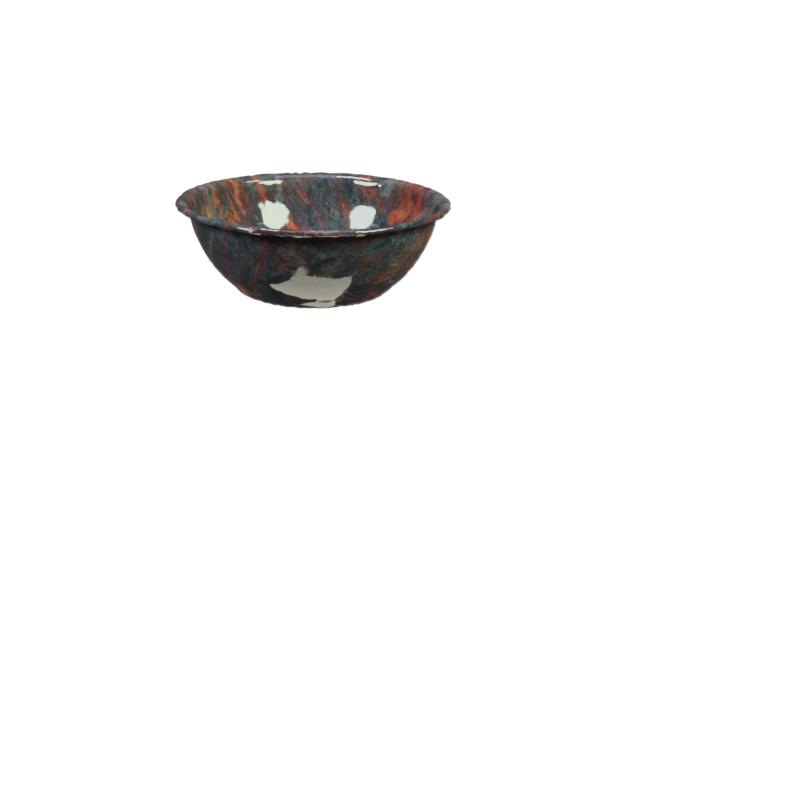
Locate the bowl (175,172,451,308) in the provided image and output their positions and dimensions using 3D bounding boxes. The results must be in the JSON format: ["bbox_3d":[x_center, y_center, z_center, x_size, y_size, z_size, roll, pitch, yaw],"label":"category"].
[{"bbox_3d":[-0.052,-0.094,0.660,0.162,0.053,0.169,-1,22,-2],"label":"bowl"}]
